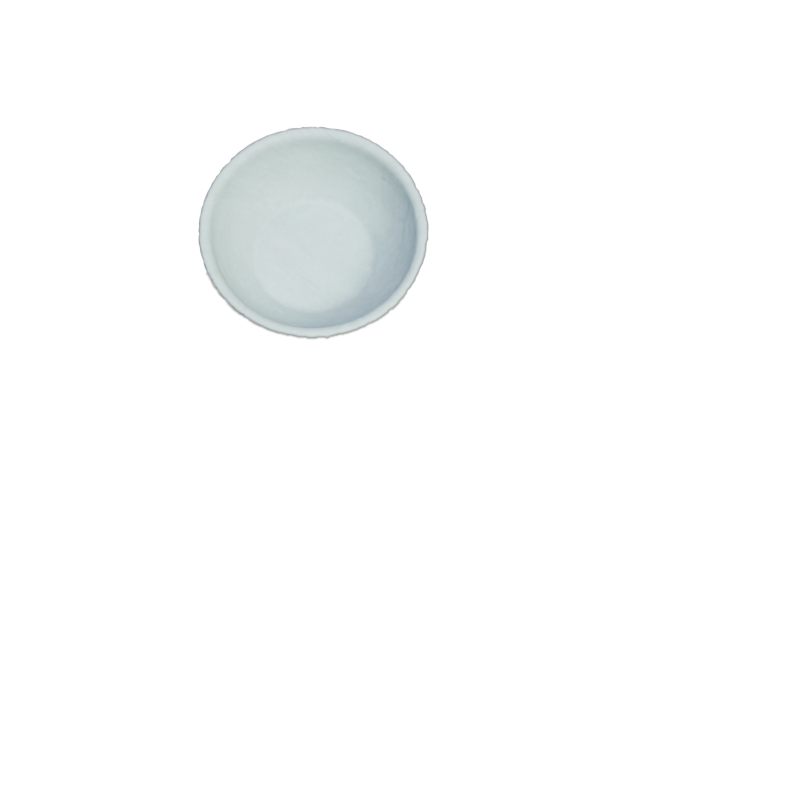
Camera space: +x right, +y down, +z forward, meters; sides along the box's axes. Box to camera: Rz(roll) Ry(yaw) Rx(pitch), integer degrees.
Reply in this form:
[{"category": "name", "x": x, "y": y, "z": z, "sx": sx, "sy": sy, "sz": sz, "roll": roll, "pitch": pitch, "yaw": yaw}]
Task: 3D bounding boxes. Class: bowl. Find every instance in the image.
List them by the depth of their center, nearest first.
[{"category": "bowl", "x": -0.063, "y": -0.114, "z": 0.800, "sx": 0.162, "sy": 0.170, "sz": 0.052, "roll": -1, "pitch": -21, "yaw": -1}]
